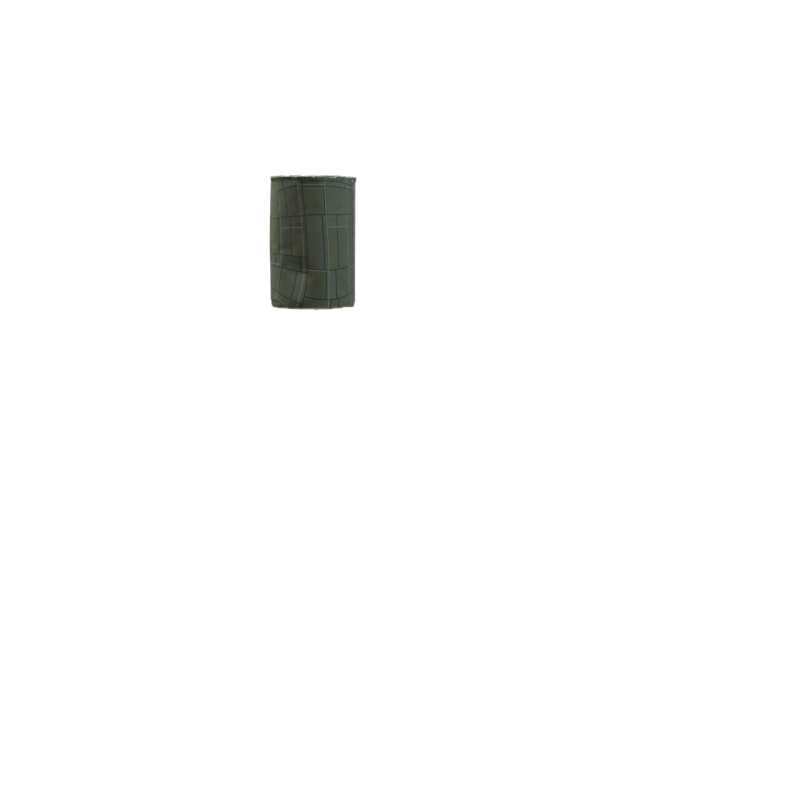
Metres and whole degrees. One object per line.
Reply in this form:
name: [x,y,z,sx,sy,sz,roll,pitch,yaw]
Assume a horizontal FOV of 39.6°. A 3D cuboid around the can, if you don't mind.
can: [-0.068,-0.124,0.867,0.068,0.102,0.069,0,3,-2]
